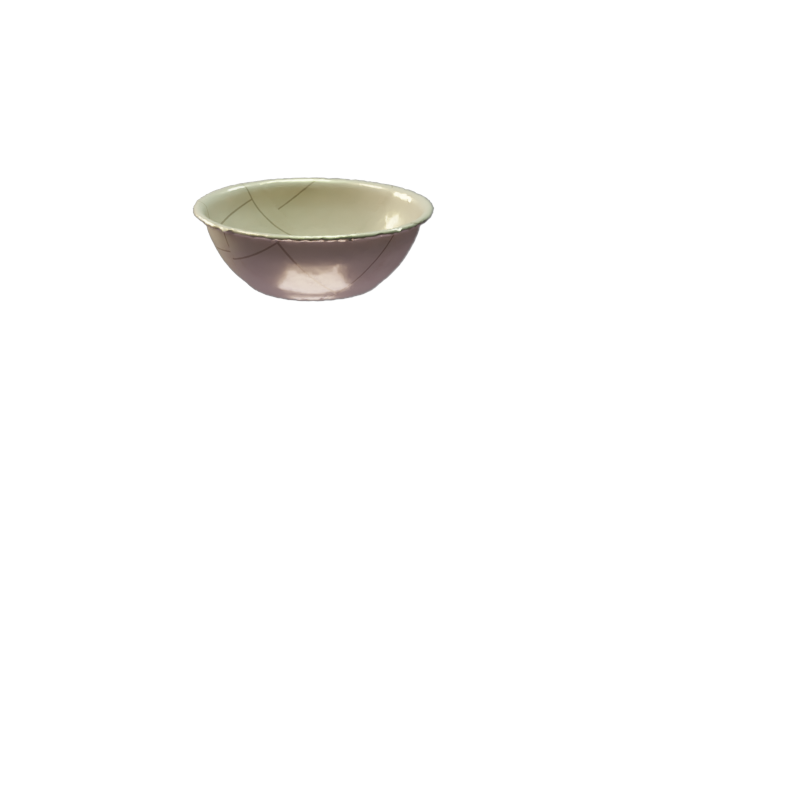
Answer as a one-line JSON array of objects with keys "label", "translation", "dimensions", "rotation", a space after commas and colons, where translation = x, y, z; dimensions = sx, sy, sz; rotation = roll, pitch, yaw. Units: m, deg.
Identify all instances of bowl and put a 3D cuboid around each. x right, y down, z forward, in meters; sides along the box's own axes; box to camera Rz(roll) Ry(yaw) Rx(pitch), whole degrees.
[{"label": "bowl", "translation": [-0.059, -0.108, 0.753], "dimensions": [0.162, 0.053, 0.170], "rotation": [-1, 24, -2]}]
